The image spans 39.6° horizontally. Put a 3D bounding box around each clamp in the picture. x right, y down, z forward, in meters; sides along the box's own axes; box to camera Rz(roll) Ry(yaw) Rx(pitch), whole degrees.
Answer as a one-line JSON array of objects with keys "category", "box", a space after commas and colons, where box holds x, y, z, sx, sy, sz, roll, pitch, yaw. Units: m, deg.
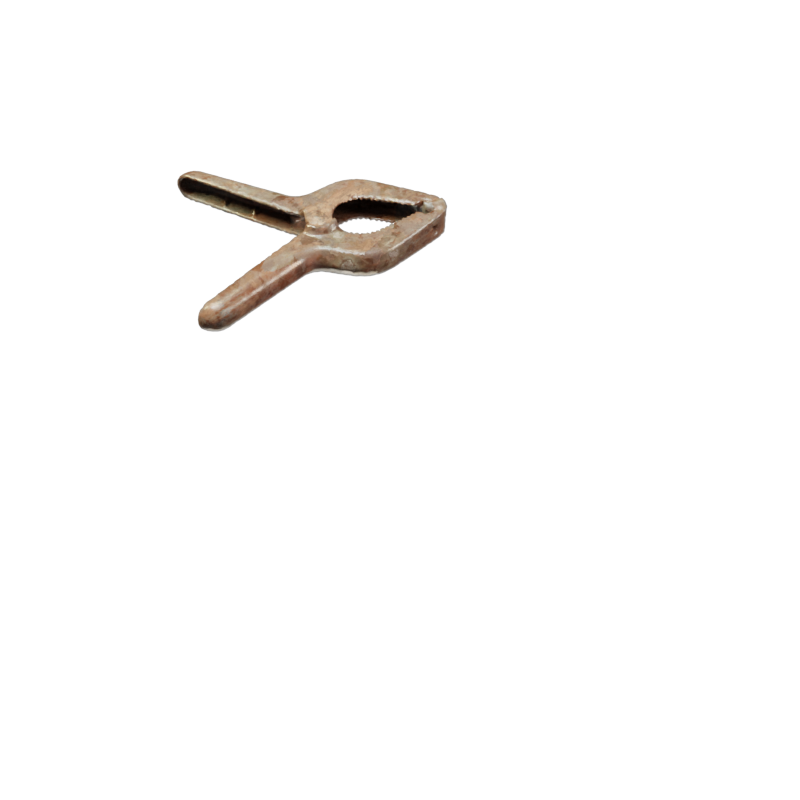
[{"category": "clamp", "box": [-0.066, -0.121, 0.846, 0.209, 0.177, 0.034, -4, -41, -3]}]
